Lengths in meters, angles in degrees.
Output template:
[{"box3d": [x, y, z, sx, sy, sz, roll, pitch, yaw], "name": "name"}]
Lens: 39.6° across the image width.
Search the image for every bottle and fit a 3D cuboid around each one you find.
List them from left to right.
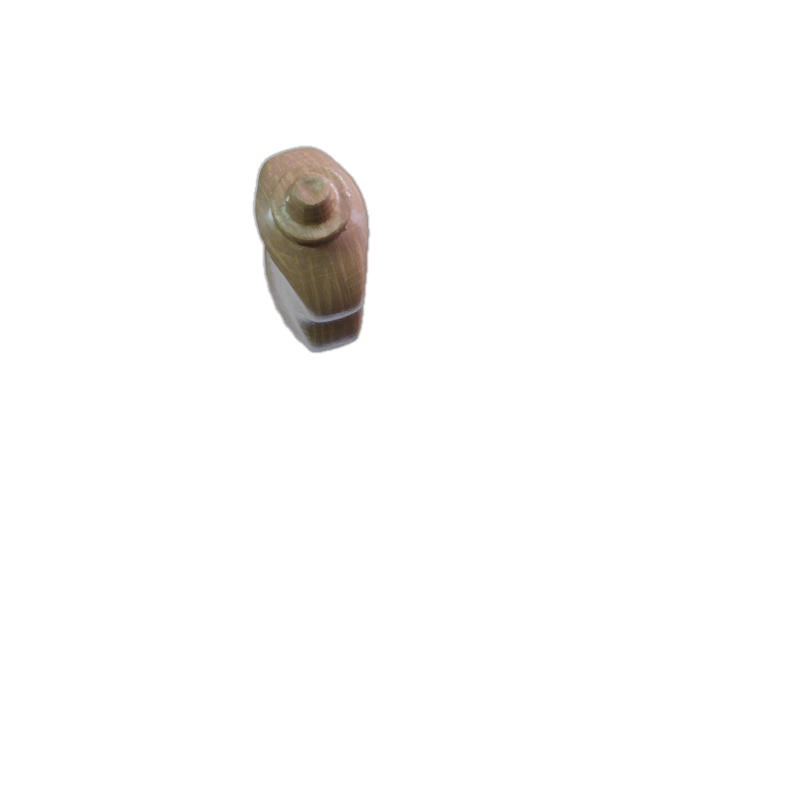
[{"box3d": [-0.049, -0.089, 0.625, 0.058, 0.099, 0.187, -15, -8, -6], "name": "bottle"}]
